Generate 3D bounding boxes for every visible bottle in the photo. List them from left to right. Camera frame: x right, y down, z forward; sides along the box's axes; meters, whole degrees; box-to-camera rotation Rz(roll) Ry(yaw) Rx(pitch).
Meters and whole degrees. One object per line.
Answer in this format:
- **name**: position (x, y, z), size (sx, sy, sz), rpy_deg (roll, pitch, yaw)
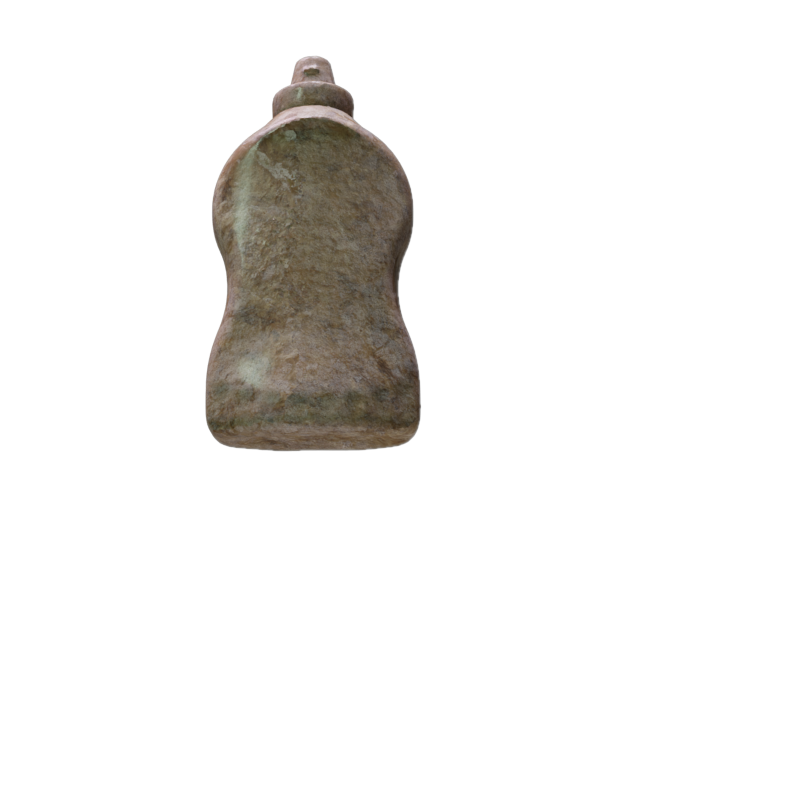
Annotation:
- **bottle**: position (-0.041, -0.075, 0.527), size (0.096, 0.201, 0.056), rpy_deg (-2, -19, 1)
